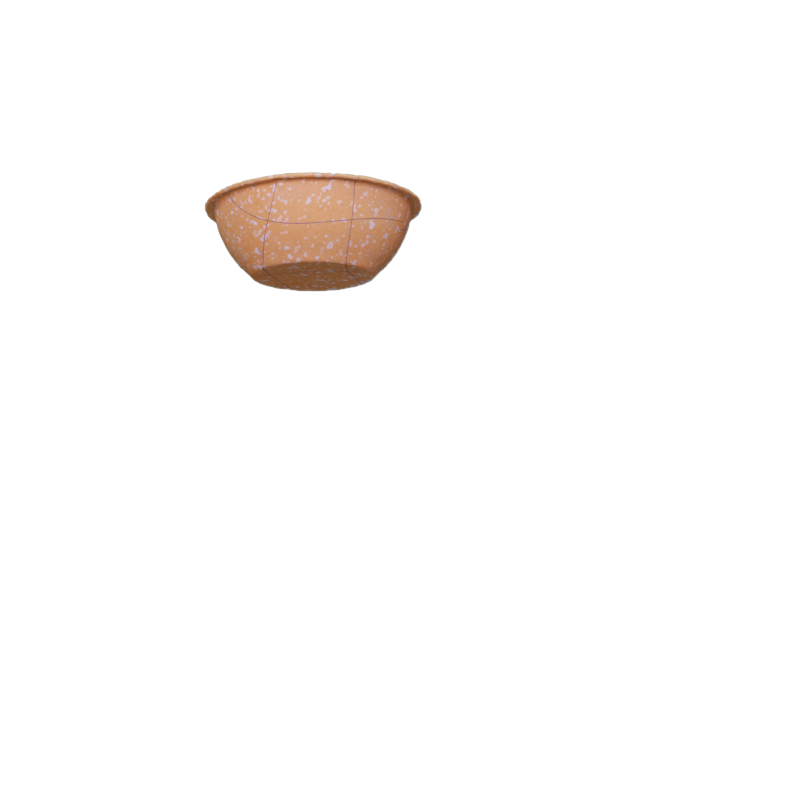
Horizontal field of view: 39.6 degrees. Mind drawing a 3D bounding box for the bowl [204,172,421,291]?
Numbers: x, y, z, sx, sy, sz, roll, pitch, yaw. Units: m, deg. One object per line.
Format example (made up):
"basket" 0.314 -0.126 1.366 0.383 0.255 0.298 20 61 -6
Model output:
"bowl" -0.064 -0.117 0.822 0.162 0.057 0.158 0 -9 -2
